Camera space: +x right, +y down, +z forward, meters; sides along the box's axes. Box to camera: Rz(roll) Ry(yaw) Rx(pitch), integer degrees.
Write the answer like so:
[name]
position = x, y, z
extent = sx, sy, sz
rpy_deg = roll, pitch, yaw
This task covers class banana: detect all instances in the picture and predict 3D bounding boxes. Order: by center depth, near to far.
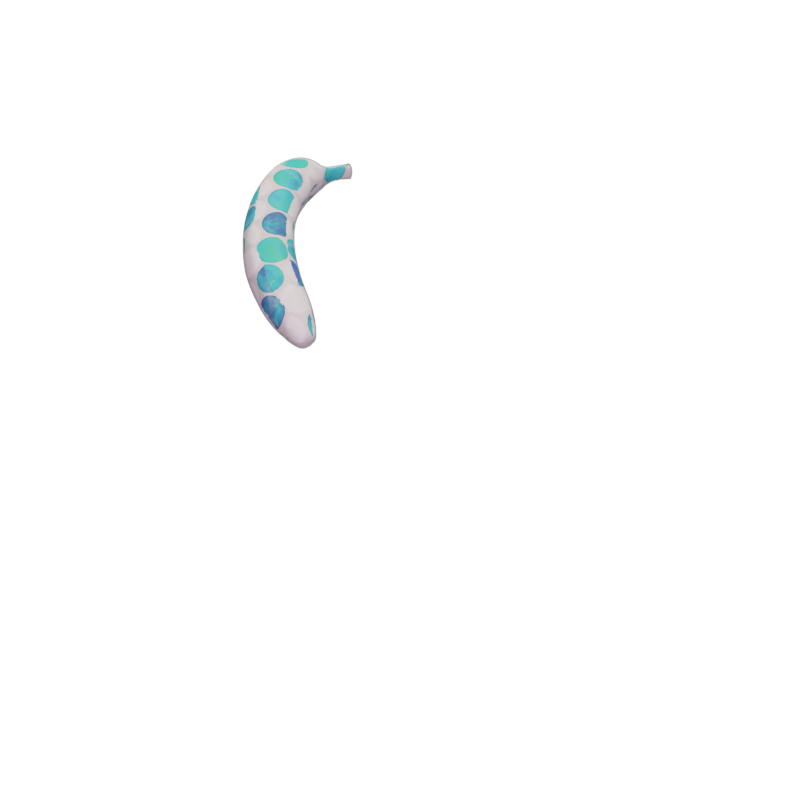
[banana]
position = -0.081, -0.120, 0.806
extent = 0.070, 0.210, 0.034
rpy_deg = 5, -42, 4
